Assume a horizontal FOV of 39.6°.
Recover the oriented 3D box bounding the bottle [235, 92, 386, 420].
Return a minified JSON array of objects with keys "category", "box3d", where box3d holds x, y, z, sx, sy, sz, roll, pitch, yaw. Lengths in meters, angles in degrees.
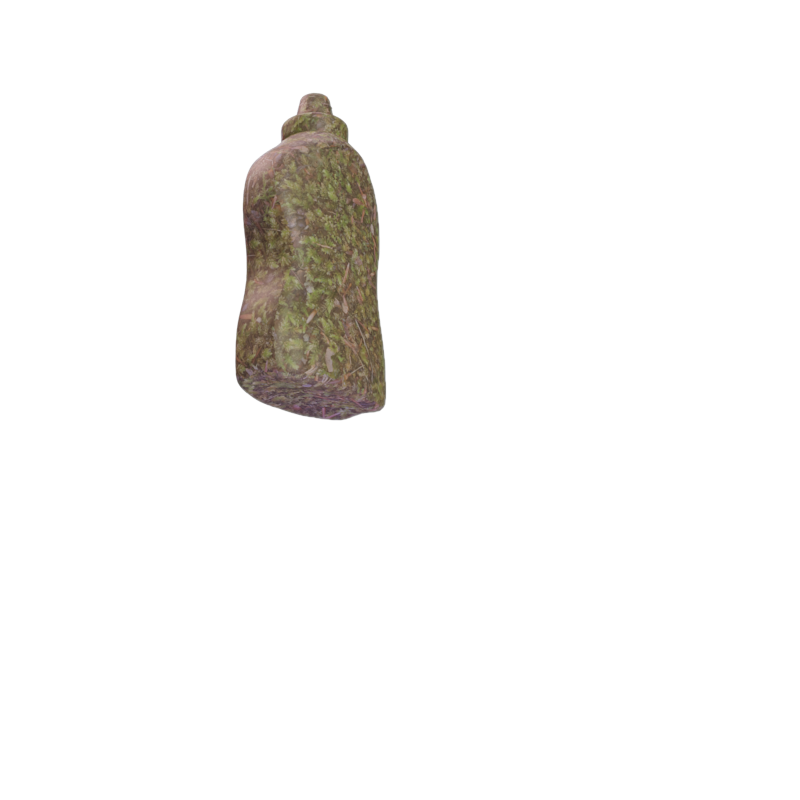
[{"category":"bottle","box3d":[-0.050,-0.091,0.640,0.059,0.202,0.090,-20,-29,36]}]
